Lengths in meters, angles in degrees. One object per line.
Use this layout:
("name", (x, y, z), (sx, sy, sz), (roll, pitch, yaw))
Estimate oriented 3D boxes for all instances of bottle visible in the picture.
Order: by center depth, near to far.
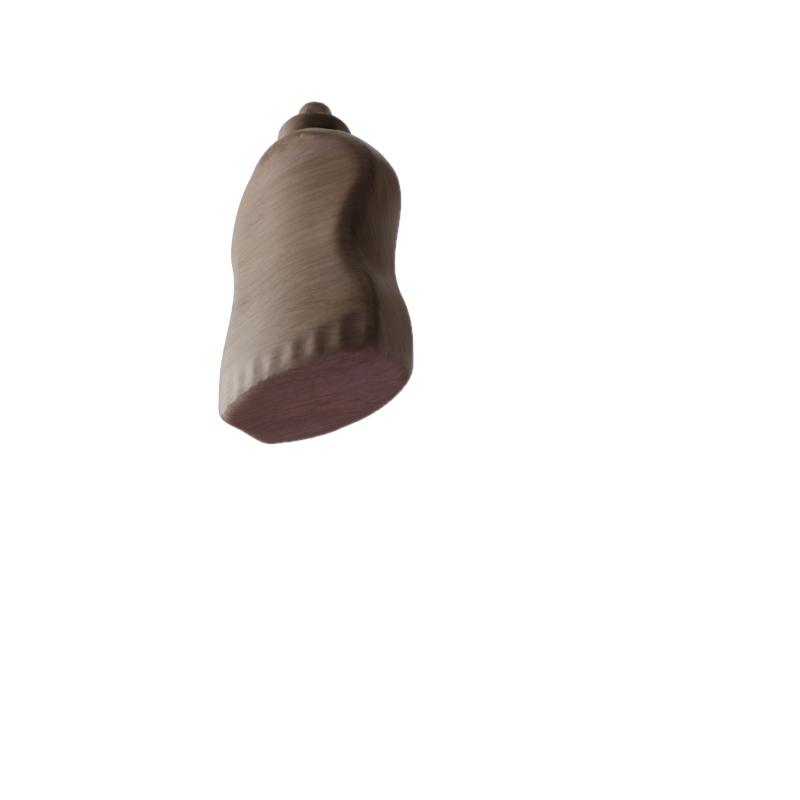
("bottle", (-0.043, -0.079, 0.558), (0.096, 0.205, 0.054), (-28, -43, 30))
